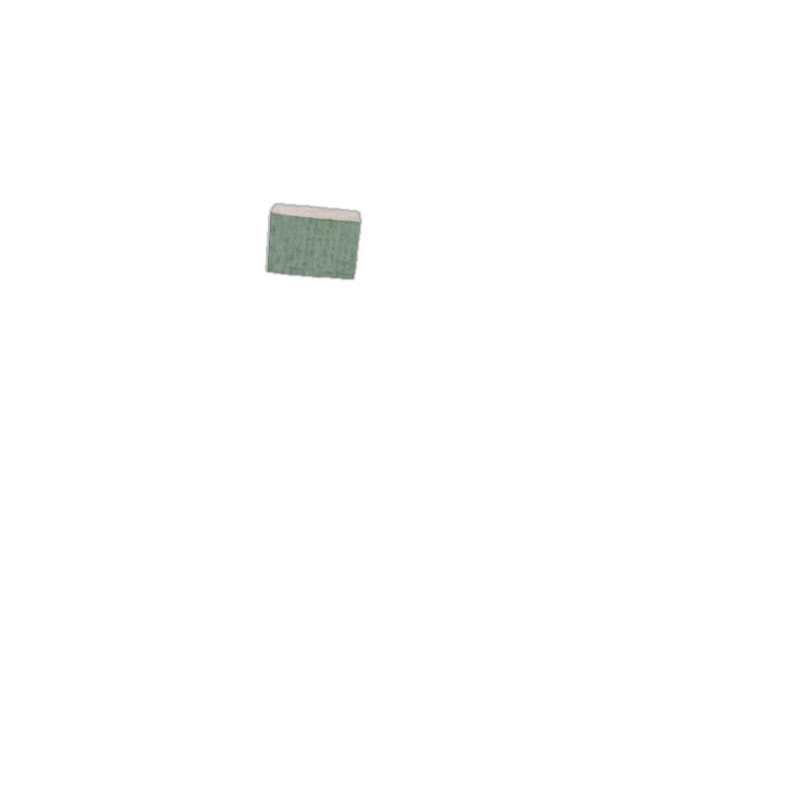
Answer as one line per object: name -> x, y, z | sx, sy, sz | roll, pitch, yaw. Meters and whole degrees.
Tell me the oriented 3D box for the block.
block -> -0.075, -0.136, 0.955 | 0.078, 0.051, 0.053 | 6, 15, -3
